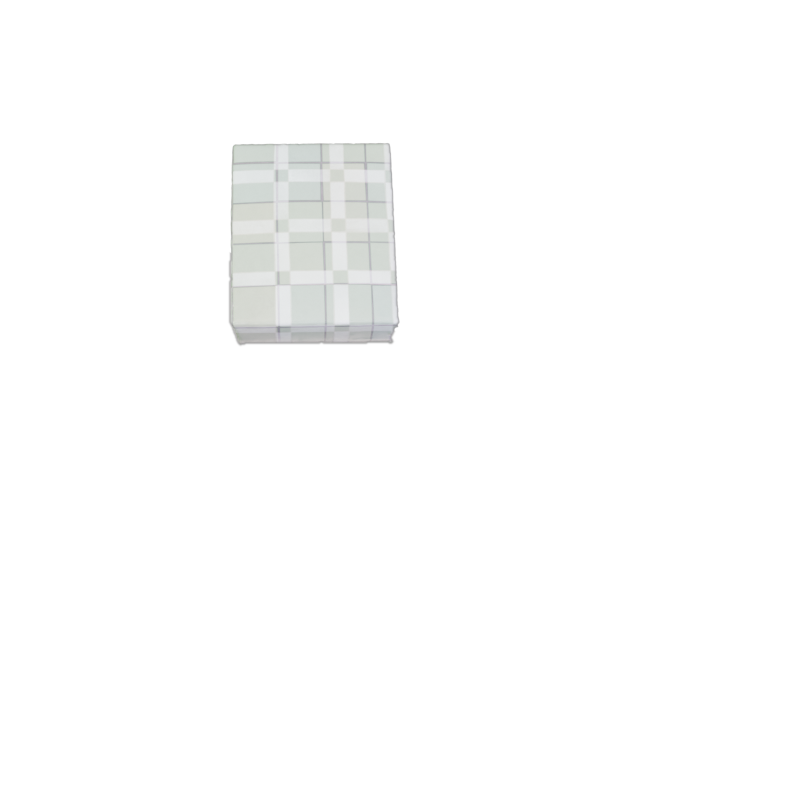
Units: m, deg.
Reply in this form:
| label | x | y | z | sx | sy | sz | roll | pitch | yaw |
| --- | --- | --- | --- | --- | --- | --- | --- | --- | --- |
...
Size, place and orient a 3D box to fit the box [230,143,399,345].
| label | x | y | z | sx | sy | sz | roll | pitch | yaw |
| --- | --- | --- | --- | --- | --- | --- | --- | --- | --- |
| box | -0.049 | -0.088 | 0.618 | 0.090 | 0.119 | 0.037 | -2 | -21 | -1 |
